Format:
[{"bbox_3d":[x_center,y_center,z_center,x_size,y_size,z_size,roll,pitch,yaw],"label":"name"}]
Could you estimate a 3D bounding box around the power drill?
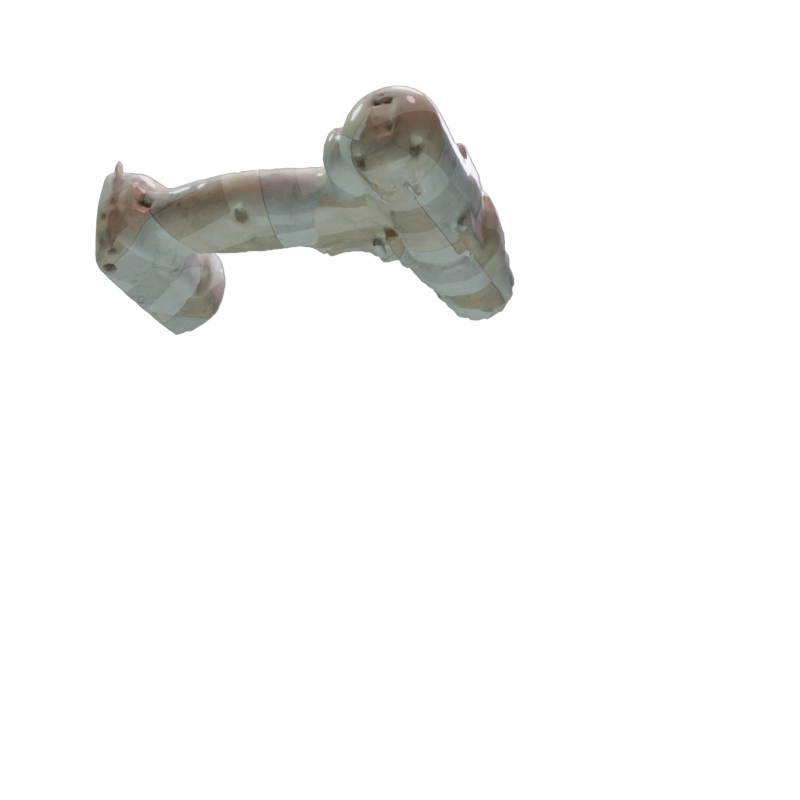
[{"bbox_3d":[-0.044,-0.081,0.566,0.190,0.061,0.171,-9,-27,17],"label":"power drill"}]
